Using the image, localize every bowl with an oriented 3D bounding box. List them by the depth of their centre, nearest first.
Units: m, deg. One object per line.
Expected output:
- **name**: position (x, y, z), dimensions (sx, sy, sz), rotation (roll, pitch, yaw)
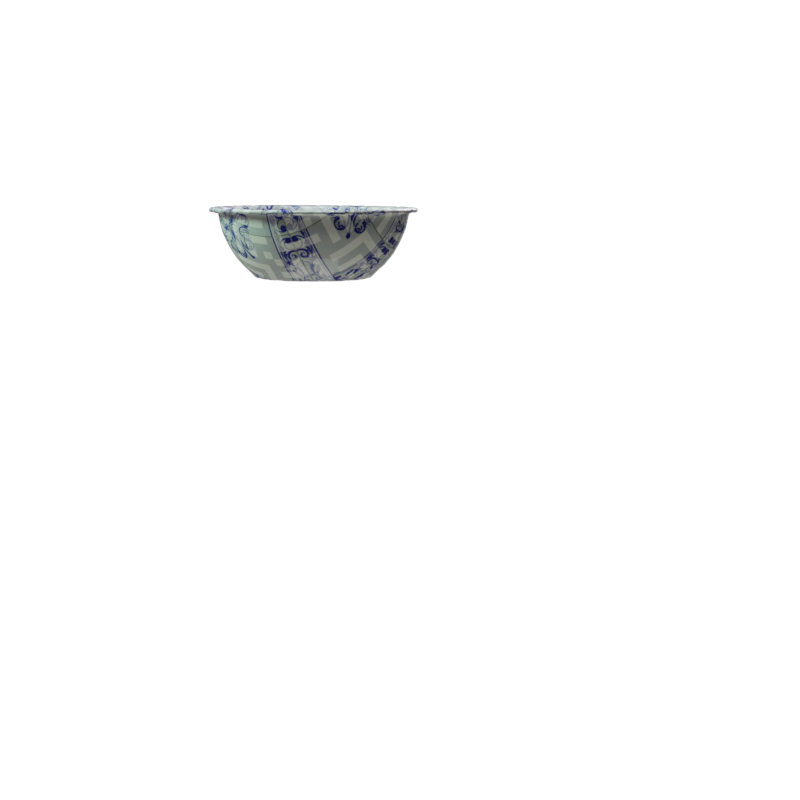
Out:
- **bowl**: position (-0.067, -0.123, 0.859), dimensions (0.162, 0.054, 0.165), rotation (0, 10, -2)
